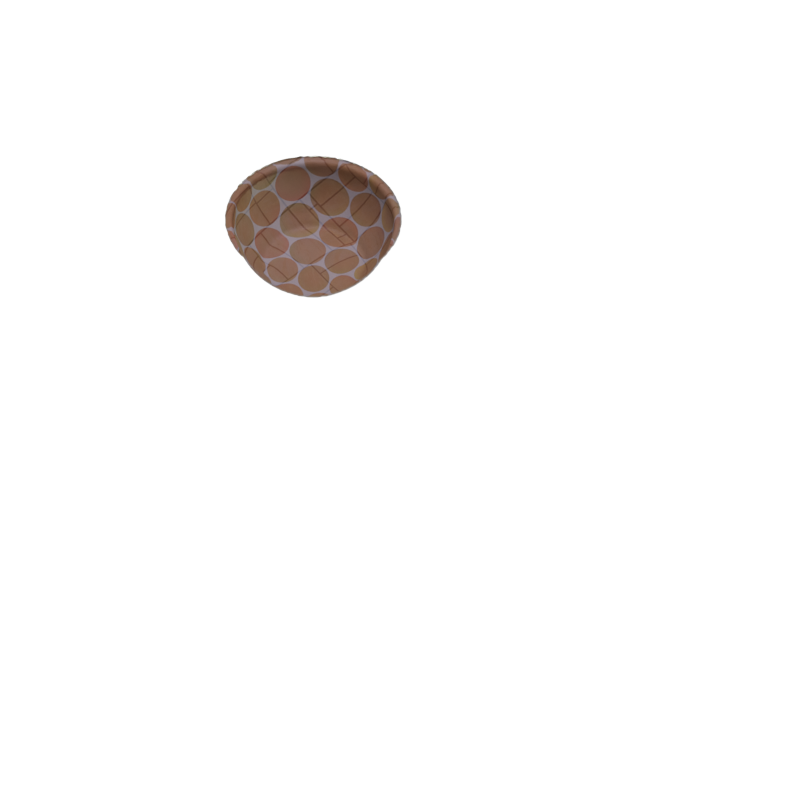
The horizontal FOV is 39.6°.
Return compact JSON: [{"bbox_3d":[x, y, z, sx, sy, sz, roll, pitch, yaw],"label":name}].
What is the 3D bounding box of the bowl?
[{"bbox_3d":[-0.078,-0.142,0.997,0.162,0.059,0.151,1,-40,-1],"label":"bowl"}]
